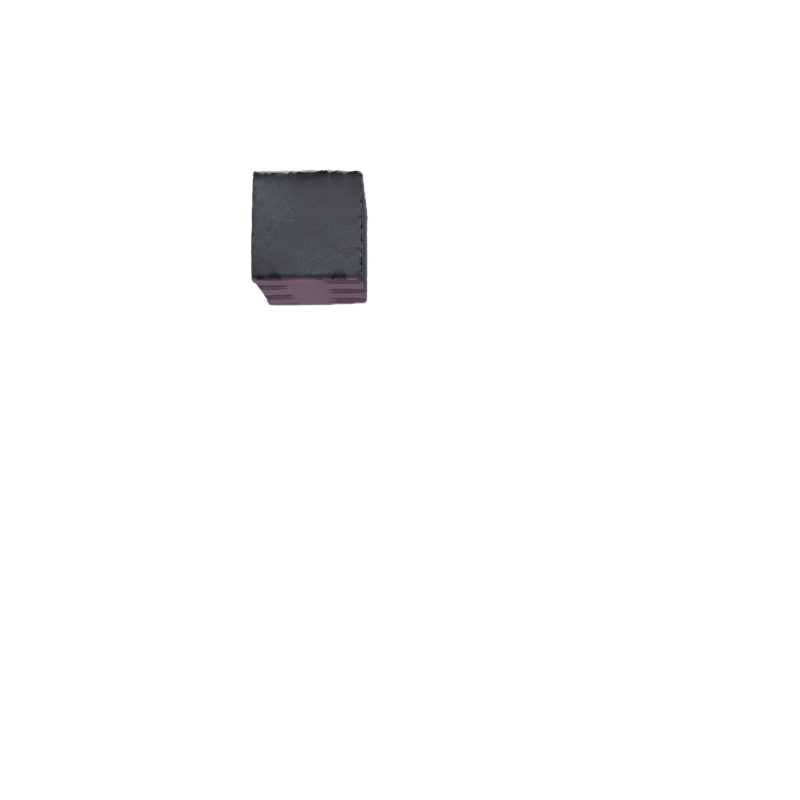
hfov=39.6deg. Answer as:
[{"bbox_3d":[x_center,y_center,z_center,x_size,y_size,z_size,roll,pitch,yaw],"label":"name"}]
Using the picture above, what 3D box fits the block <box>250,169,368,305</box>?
[{"bbox_3d":[-0.042,-0.077,0.538,0.053,0.052,0.076,0,-7,0],"label":"block"}]
